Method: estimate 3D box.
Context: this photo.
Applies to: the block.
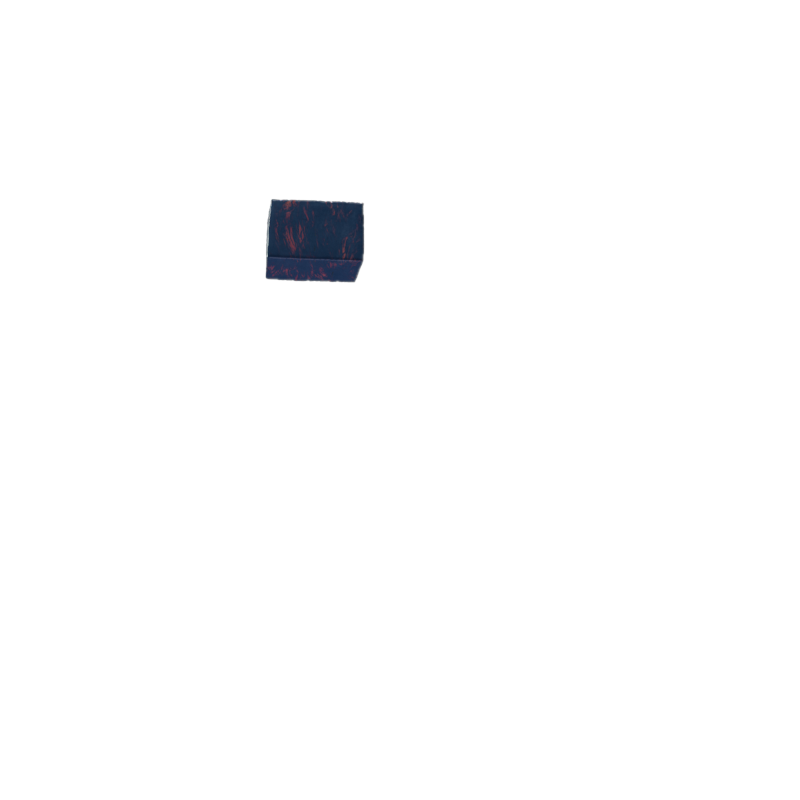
[{"bbox_3d":[-0.071,-0.129,0.905,0.077,0.054,0.051,2,-18,-7],"label":"block"}]
